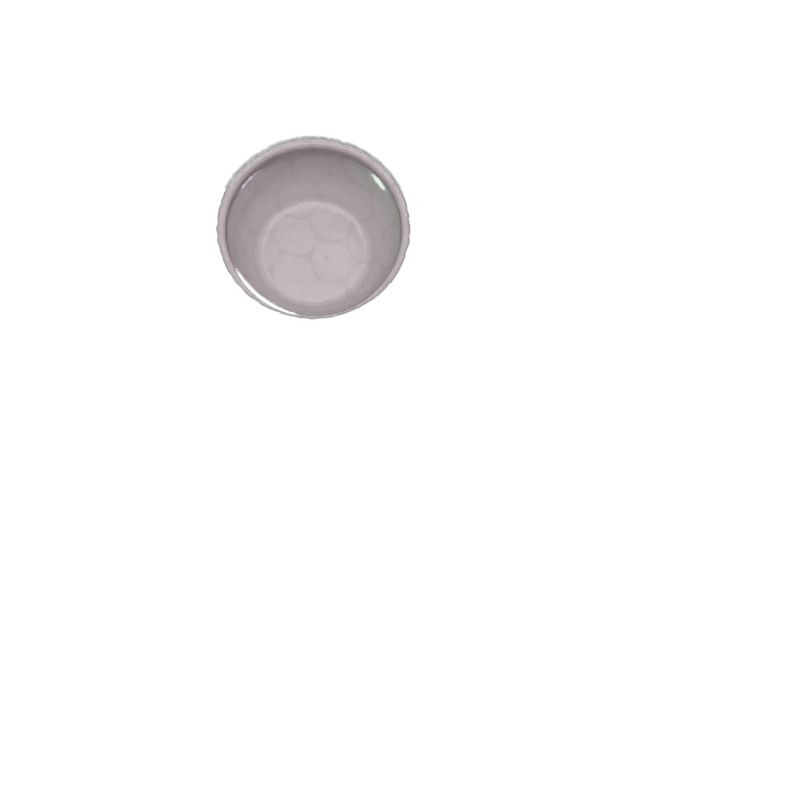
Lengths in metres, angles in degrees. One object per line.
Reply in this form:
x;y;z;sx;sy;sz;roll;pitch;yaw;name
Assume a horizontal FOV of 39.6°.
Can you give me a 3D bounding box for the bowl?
-0.071;-0.129;0.902;0.162;0.154;0.058;1;23;-1;bowl
